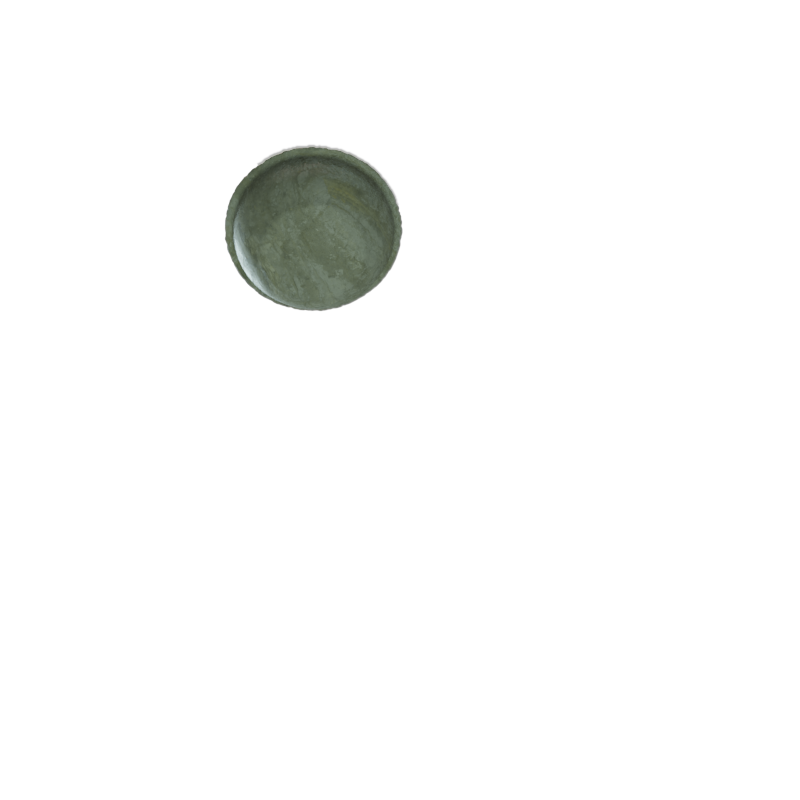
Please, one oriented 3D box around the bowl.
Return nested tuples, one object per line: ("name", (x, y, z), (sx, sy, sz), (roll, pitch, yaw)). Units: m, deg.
("bowl", (-0.077, -0.141, 0.987), (0.162, 0.154, 0.058), (1, 25, -1))
